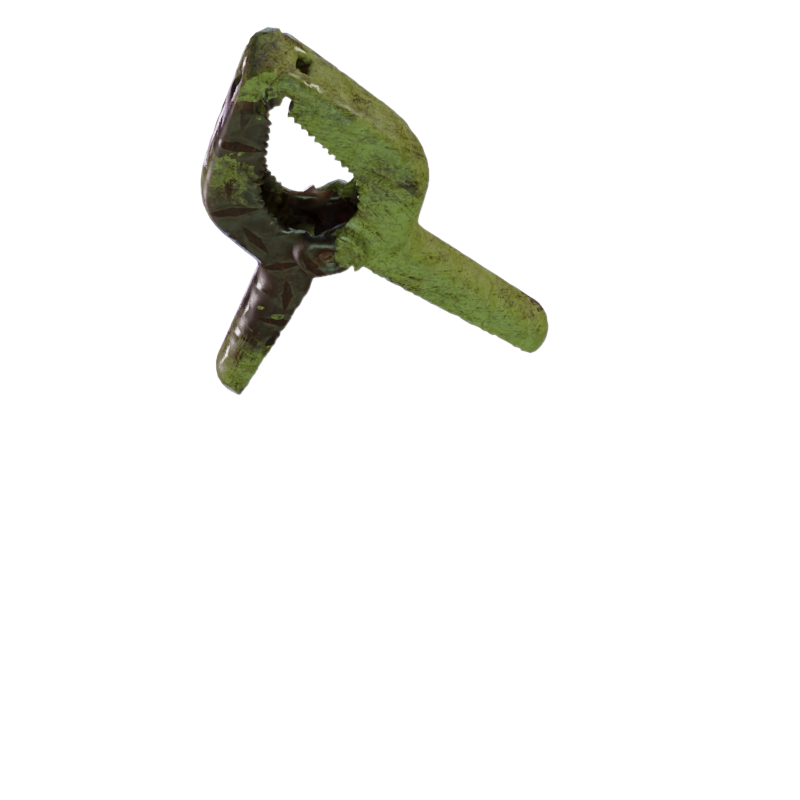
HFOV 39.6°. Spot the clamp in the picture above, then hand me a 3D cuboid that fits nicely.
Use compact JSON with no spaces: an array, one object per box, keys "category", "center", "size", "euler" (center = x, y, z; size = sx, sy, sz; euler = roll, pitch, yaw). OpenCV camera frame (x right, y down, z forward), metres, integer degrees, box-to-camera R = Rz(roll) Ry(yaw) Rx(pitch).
[{"category":"clamp","center":[-0.038,-0.069,0.486],"size":[0.166,0.039,0.193],"euler":[-13,-39,16]}]
